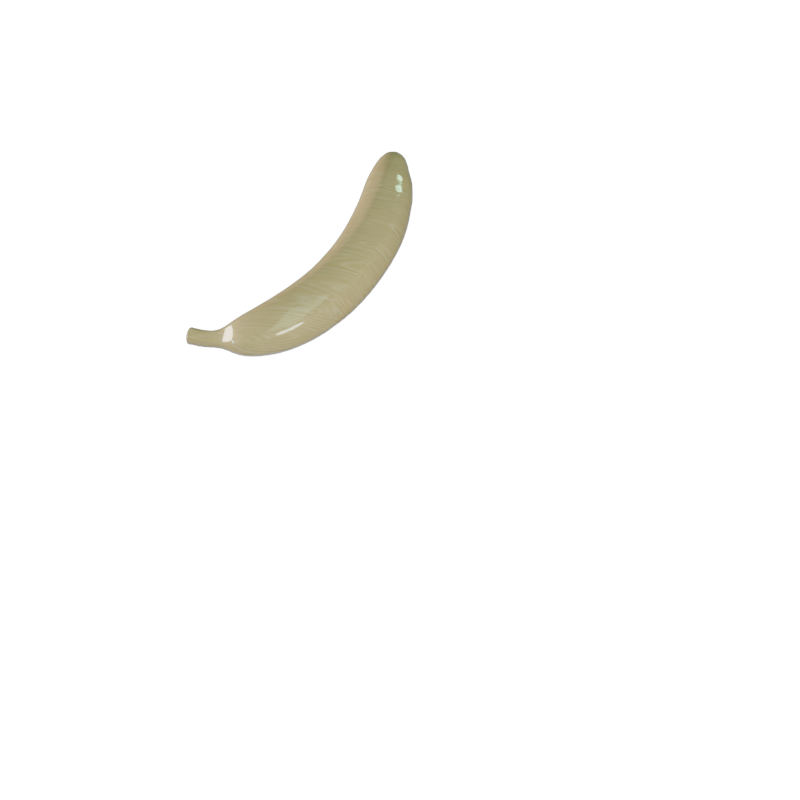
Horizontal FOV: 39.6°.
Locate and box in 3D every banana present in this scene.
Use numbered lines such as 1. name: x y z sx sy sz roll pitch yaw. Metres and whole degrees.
1. banana: -0.045 -0.088 0.708 0.073 0.201 0.034 37 -25 19
